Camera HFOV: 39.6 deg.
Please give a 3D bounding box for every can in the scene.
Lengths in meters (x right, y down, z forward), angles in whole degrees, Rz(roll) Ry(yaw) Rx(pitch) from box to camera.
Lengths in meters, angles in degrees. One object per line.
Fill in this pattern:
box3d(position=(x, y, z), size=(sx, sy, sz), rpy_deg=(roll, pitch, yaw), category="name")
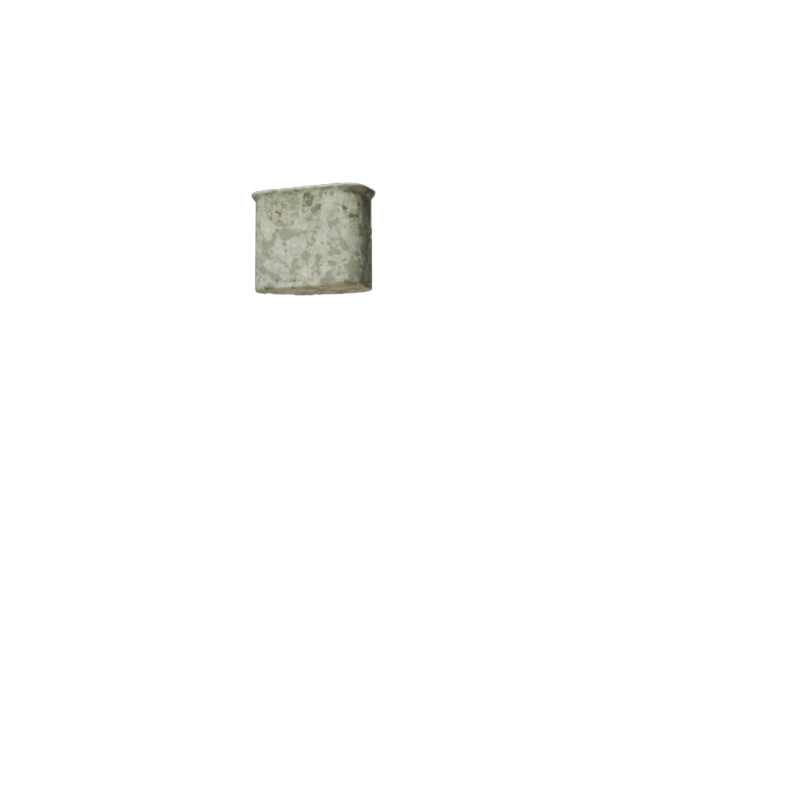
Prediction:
box3d(position=(-0.072, -0.132, 0.921), size=(0.104, 0.085, 0.055), rpy_deg=(-2, -7, 22), category="can")
